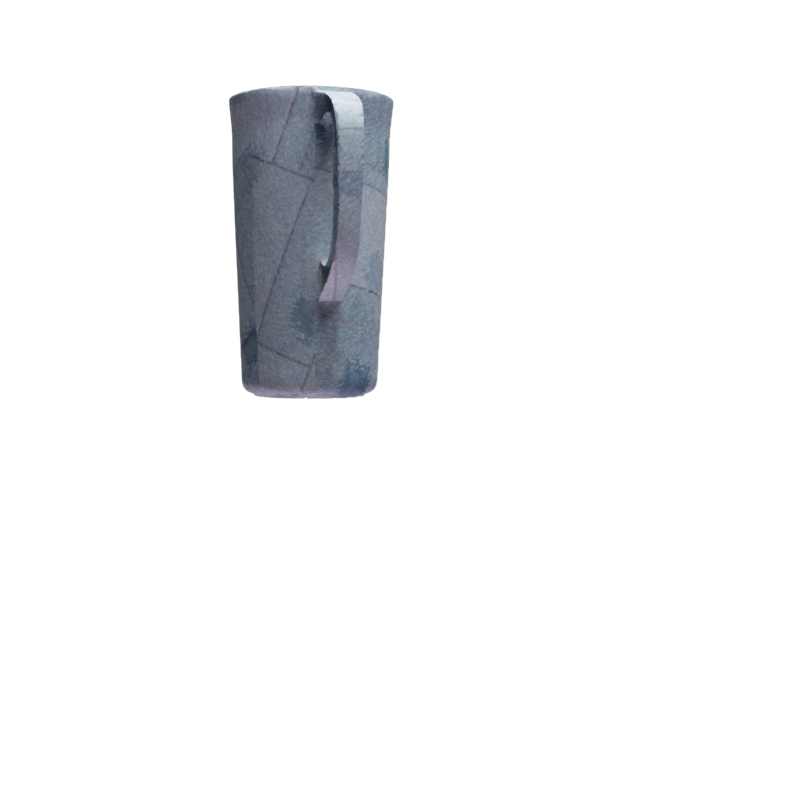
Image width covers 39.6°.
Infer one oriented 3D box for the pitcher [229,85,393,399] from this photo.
[{"bbox_3d":[-0.069,-0.125,0.878,0.149,0.245,0.144,-1,-2,25],"label":"pitcher"}]
